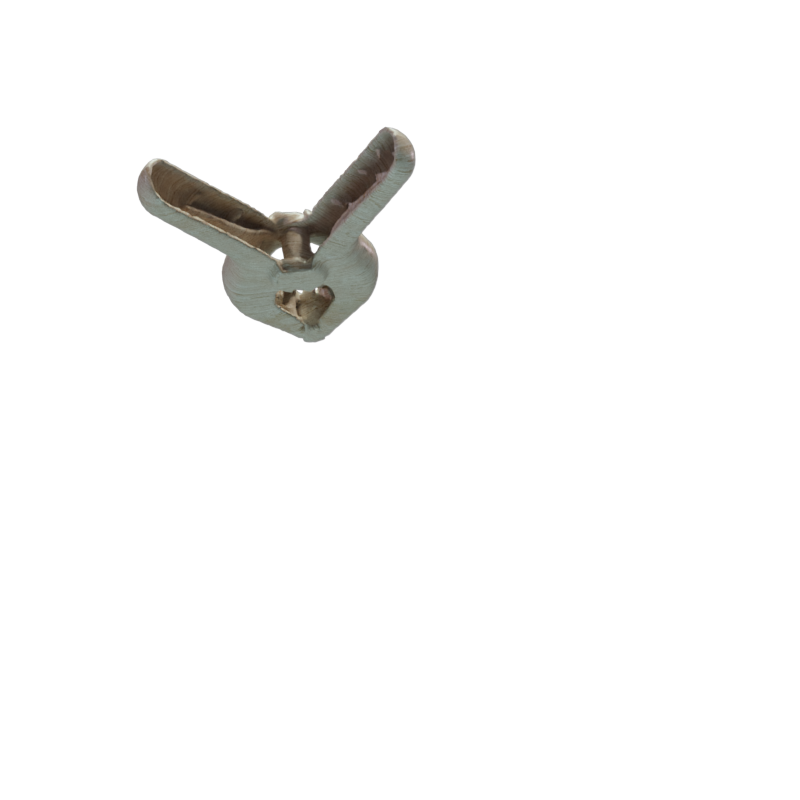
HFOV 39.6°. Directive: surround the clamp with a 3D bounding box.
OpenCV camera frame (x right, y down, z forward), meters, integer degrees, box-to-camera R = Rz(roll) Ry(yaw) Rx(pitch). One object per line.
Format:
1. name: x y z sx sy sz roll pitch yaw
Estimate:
1. clamp: -0.042 -0.077 0.536 0.122 0.041 0.161 -4 -20 11
